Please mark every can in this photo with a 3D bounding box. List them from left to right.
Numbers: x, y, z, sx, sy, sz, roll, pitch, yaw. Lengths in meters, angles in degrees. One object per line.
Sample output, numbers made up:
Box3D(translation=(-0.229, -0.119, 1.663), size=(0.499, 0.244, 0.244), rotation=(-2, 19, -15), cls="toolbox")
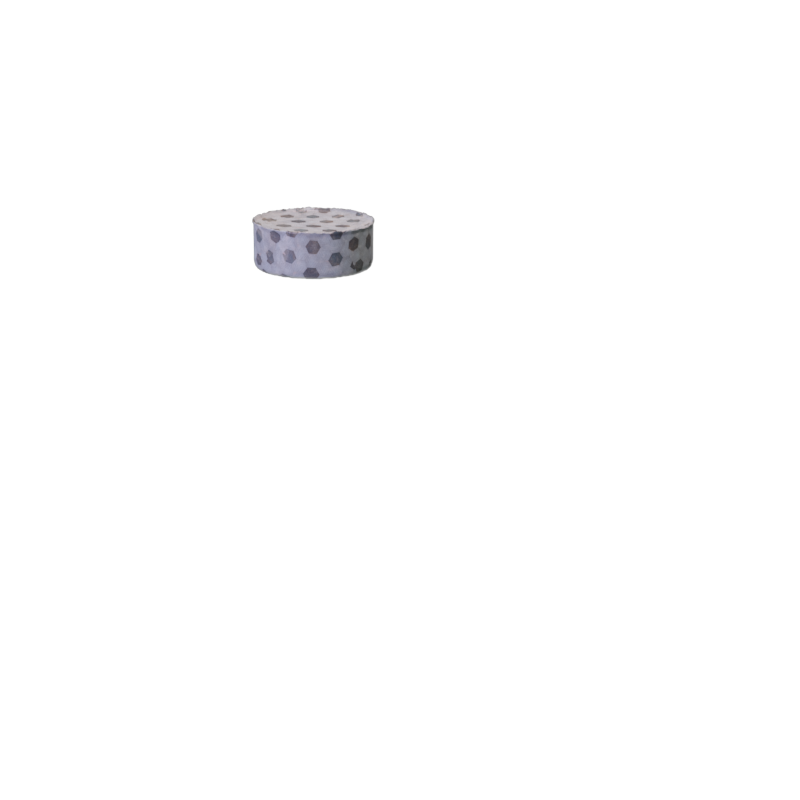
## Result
Box3D(translation=(-0.061, -0.111, 0.780), size=(0.086, 0.032, 0.089), rotation=(-1, 20, -2), cls="can")
